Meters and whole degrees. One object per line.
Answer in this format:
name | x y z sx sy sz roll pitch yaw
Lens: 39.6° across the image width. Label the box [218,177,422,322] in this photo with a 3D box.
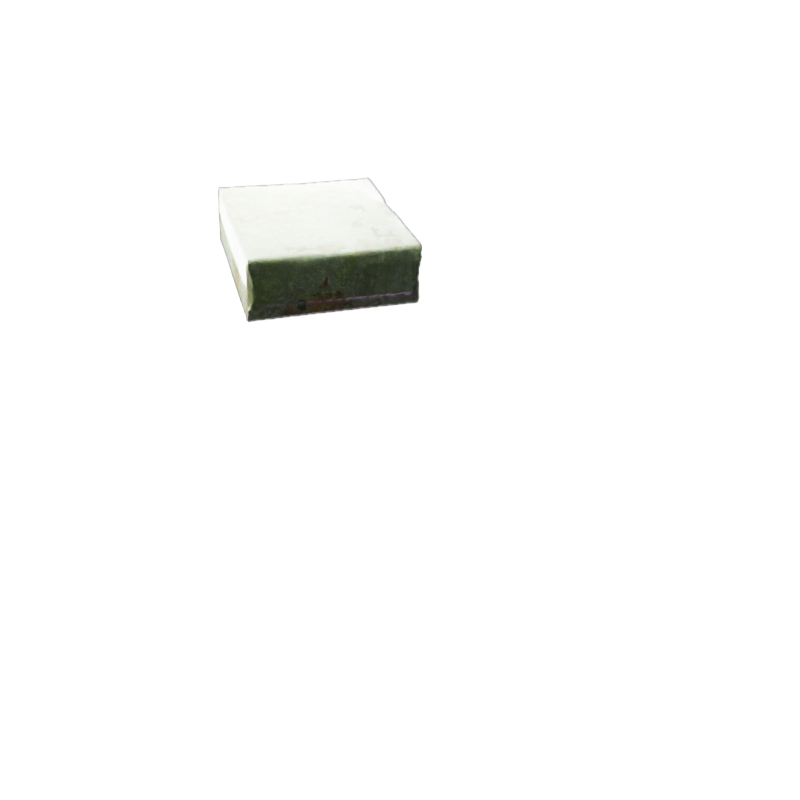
box | -0.038 -0.069 0.483 0.072 0.029 0.095 -6 29 -12
